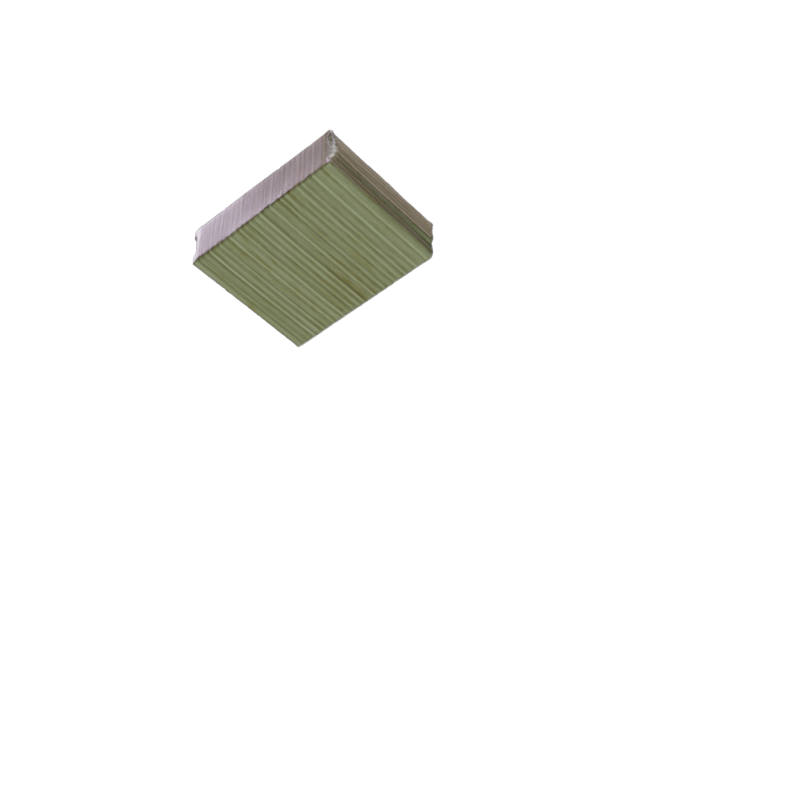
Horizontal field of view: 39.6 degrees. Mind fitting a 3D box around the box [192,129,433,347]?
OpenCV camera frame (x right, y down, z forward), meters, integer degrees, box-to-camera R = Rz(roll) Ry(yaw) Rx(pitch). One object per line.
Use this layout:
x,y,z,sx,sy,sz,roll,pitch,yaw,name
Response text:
-0.040,-0.074,0.519,0.089,0.032,0.069,-33,-55,26,box
